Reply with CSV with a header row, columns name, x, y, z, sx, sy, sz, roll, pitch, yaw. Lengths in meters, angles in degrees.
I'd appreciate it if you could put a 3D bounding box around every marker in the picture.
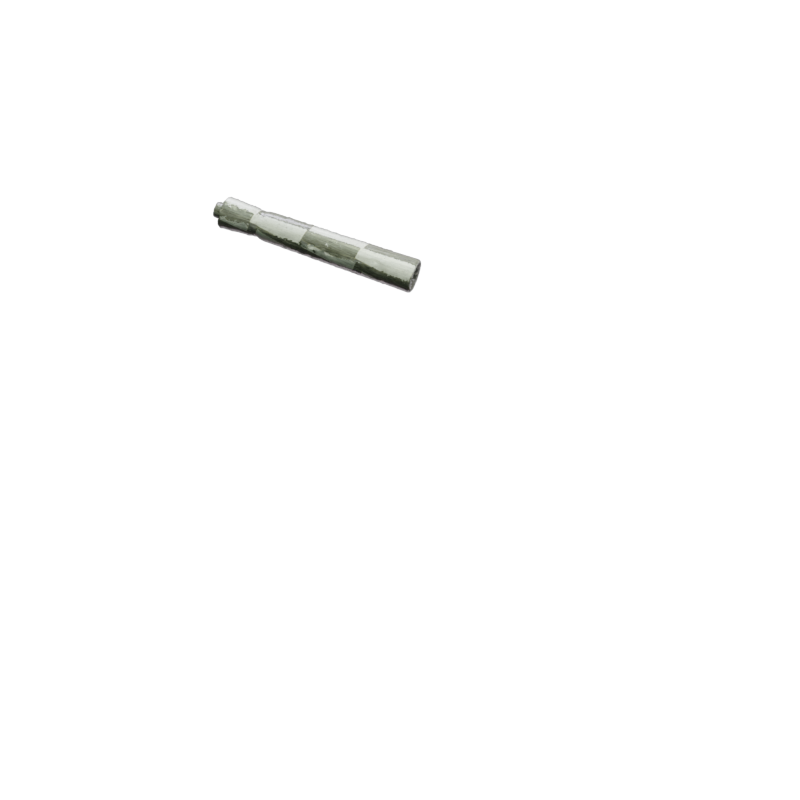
name,x,y,z,sx,sy,sz,roll,pitch,yaw
marker,-0.048,-0.088,0.614,0.125,0.019,0.019,21,9,15
